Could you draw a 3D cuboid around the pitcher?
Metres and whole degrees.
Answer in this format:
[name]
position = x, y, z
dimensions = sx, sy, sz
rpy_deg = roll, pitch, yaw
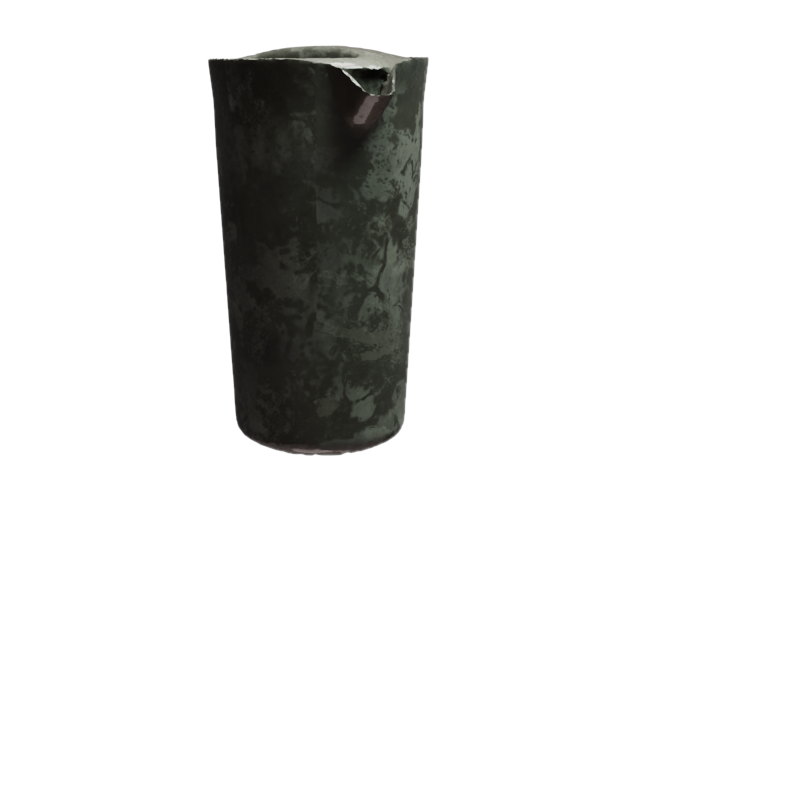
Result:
[pitcher]
position = -0.055, -0.100, 0.699
dimensions = 0.149, 0.237, 0.149
rpy_deg = 4, 13, 17
